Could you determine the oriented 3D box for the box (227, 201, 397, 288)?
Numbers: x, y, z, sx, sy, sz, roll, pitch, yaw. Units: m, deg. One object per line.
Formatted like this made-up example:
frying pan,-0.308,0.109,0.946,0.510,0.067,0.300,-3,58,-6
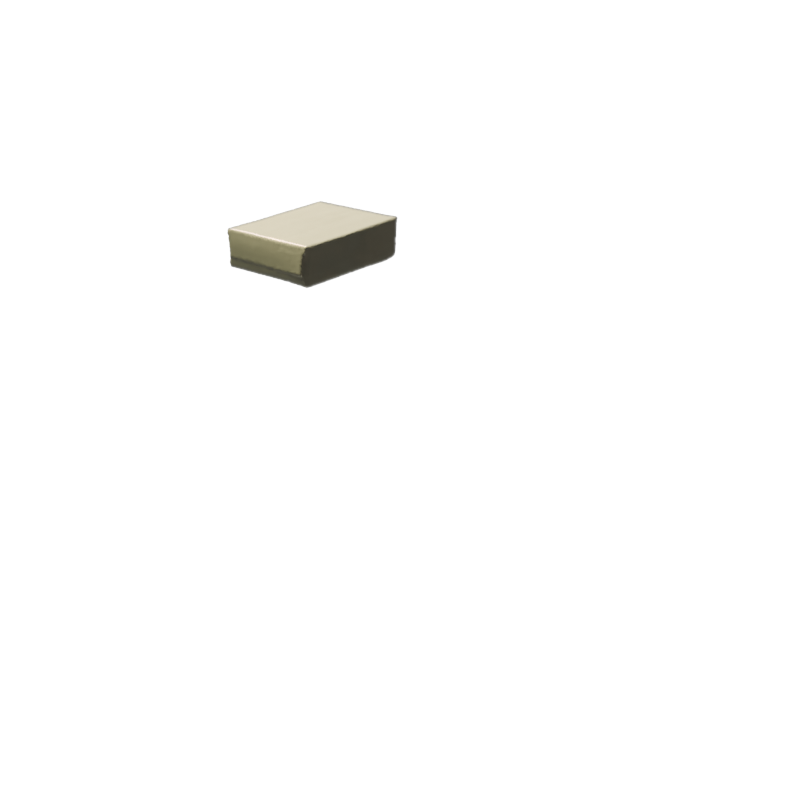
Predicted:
box,-0.071,-0.130,0.912,0.095,0.037,0.112,19,29,38
